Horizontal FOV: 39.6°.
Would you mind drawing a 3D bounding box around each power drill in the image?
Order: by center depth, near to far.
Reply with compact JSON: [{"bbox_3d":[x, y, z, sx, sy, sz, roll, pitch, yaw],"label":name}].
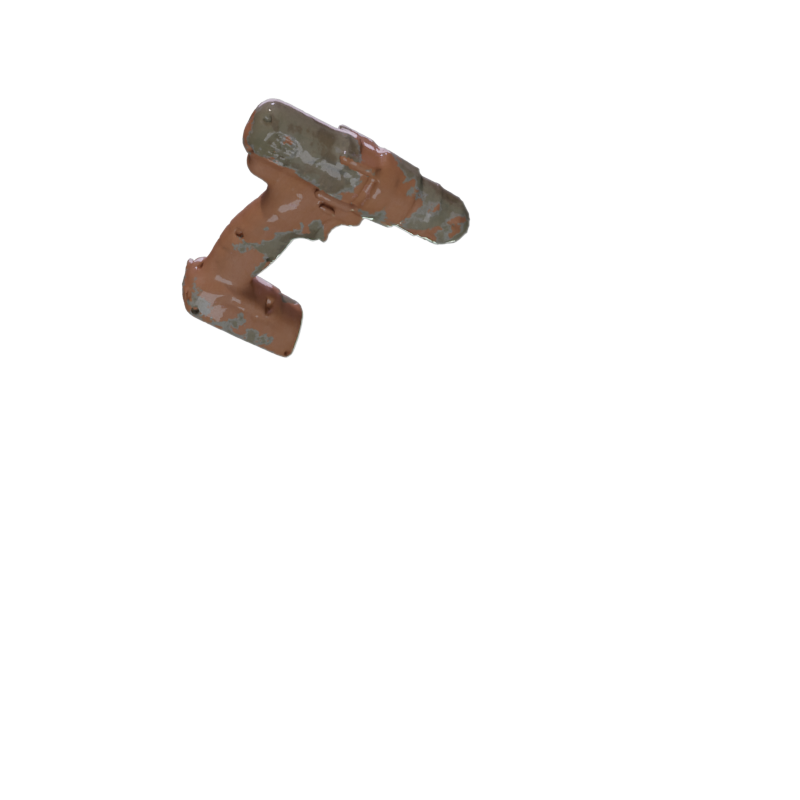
[{"bbox_3d":[-0.066,-0.120,0.838,0.178,0.182,0.061,27,31,-18],"label":"power drill"}]
